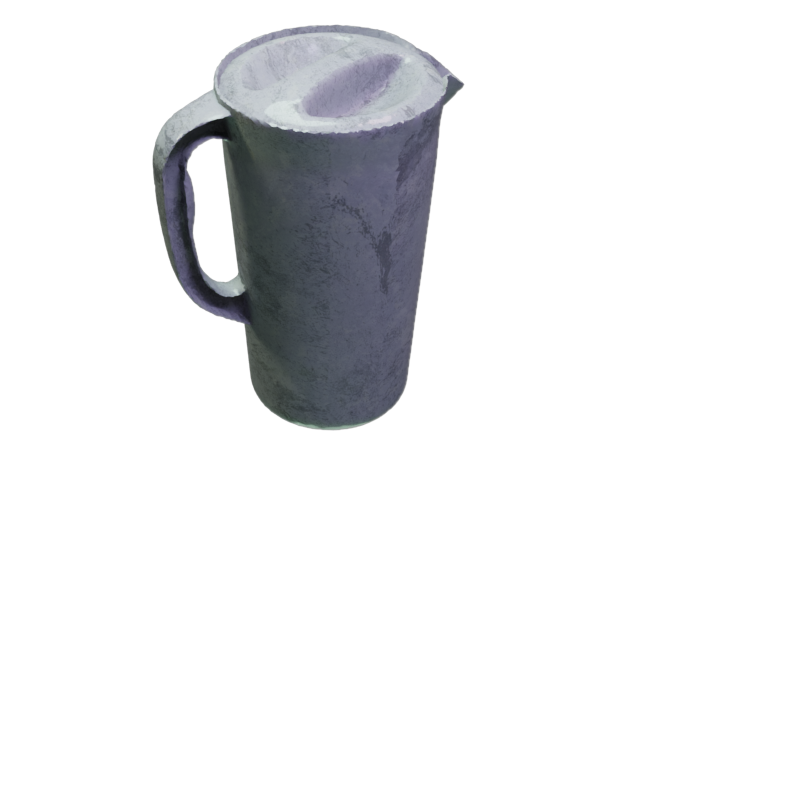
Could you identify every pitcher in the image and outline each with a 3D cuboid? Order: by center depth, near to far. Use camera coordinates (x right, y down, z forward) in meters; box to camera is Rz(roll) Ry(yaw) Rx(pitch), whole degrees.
[{"bbox_3d":[-0.054,-0.099,0.691,0.154,0.227,0.151,15,40,15],"label":"pitcher"}]
